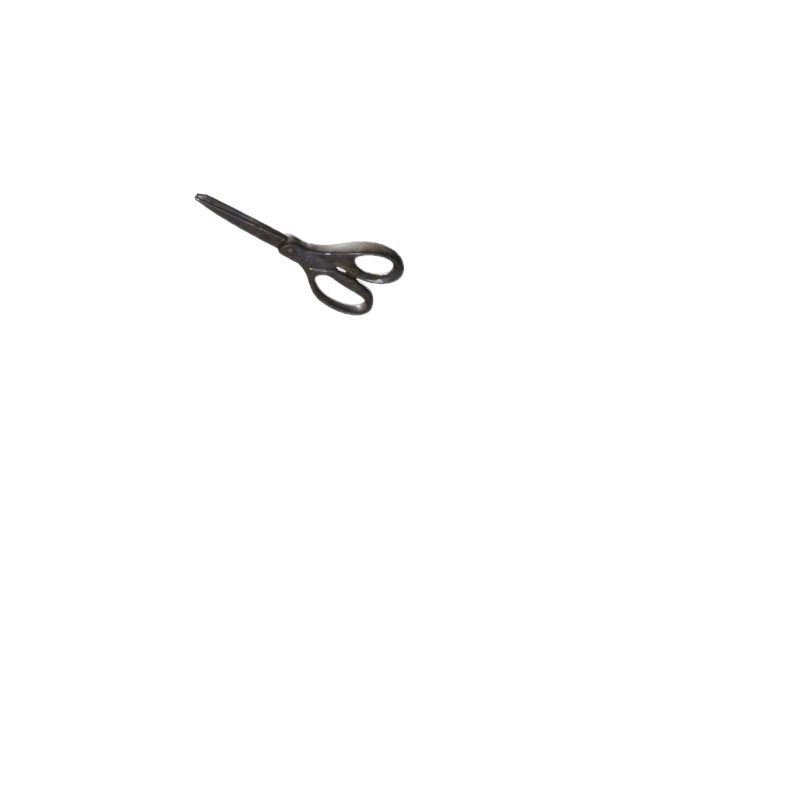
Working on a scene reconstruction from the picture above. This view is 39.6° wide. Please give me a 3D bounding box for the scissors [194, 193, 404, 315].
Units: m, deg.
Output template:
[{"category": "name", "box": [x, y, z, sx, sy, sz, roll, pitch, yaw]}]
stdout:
[{"category": "scissors", "box": [-0.074, -0.135, 0.943, 0.096, 0.017, 0.187, -23, -44, 27]}]
